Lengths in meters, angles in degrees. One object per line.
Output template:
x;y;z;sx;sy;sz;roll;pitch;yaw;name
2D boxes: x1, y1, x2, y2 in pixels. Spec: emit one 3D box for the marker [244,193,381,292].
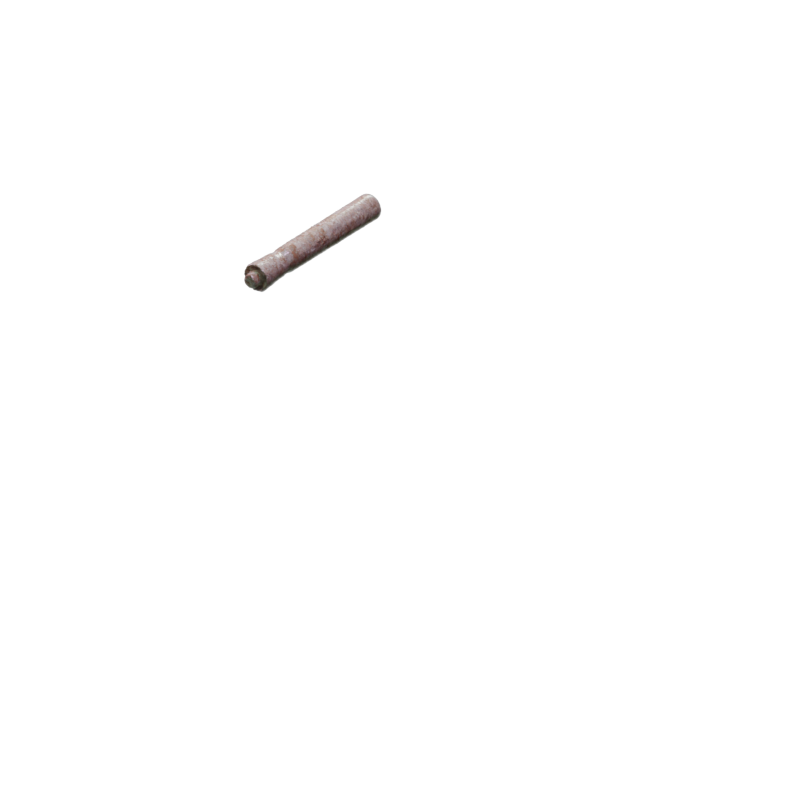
-0.055;-0.100;0.704;0.021;0.019;0.122;3;31;40;marker
